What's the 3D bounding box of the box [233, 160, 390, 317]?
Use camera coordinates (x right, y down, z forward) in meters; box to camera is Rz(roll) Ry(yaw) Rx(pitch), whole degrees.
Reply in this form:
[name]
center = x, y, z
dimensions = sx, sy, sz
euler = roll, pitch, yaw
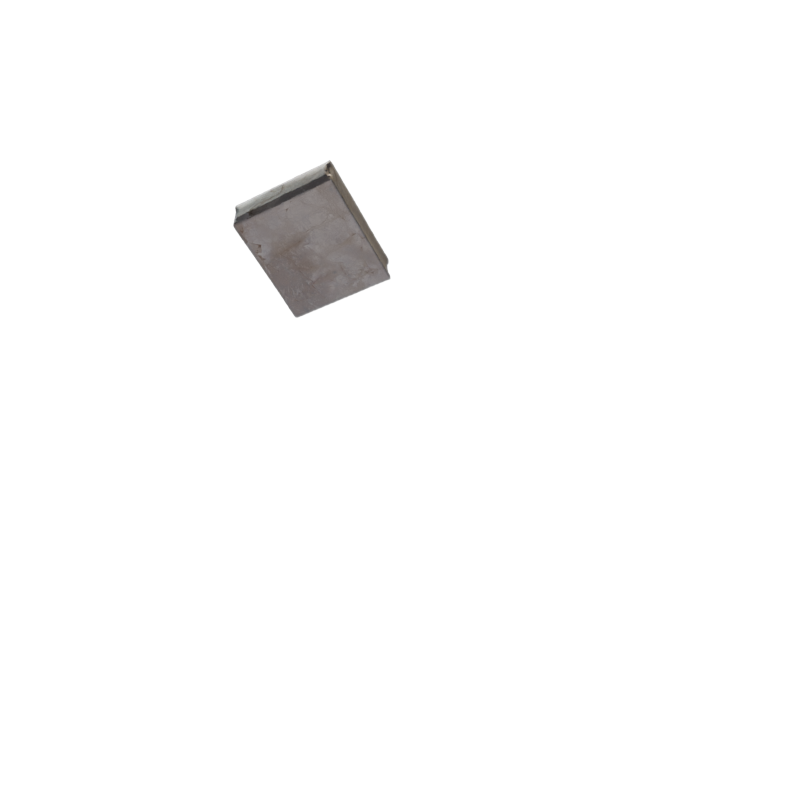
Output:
[box]
center = -0.058, -0.106, 0.741
dimensions = 0.073, 0.083, 0.032
euler = -23, 32, 15
